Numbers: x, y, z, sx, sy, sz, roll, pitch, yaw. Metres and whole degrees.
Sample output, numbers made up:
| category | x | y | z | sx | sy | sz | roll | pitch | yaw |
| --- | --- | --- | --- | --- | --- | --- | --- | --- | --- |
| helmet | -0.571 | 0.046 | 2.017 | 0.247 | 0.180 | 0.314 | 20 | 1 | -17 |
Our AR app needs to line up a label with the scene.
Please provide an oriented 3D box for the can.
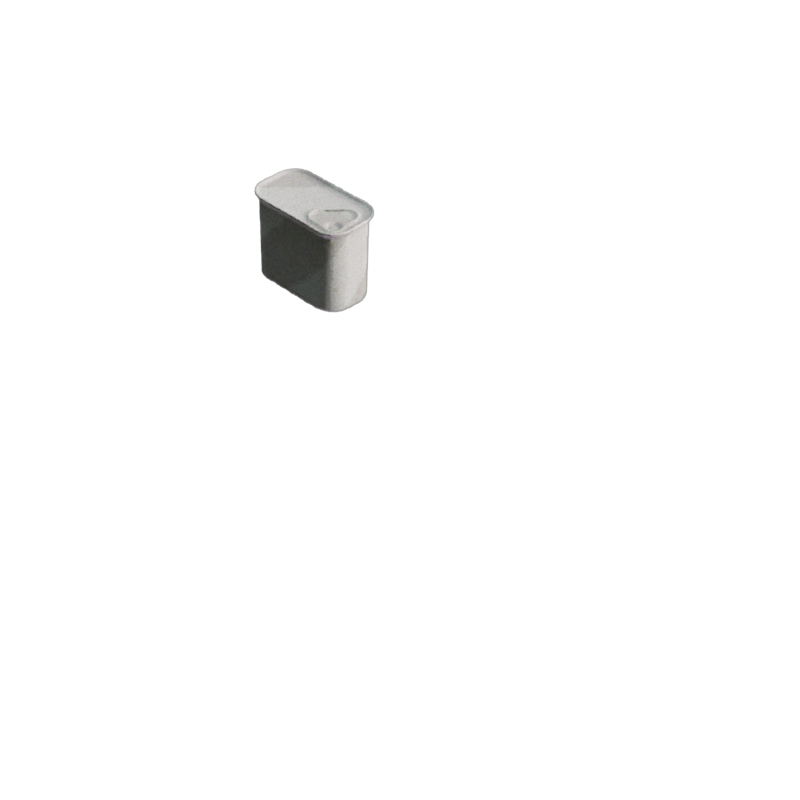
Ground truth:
| category | x | y | z | sx | sy | sz | roll | pitch | yaw |
| --- | --- | --- | --- | --- | --- | --- | --- | --- | --- |
| can | -0.071 | -0.130 | 0.914 | 0.109 | 0.078 | 0.058 | 33 | 48 | 33 |
